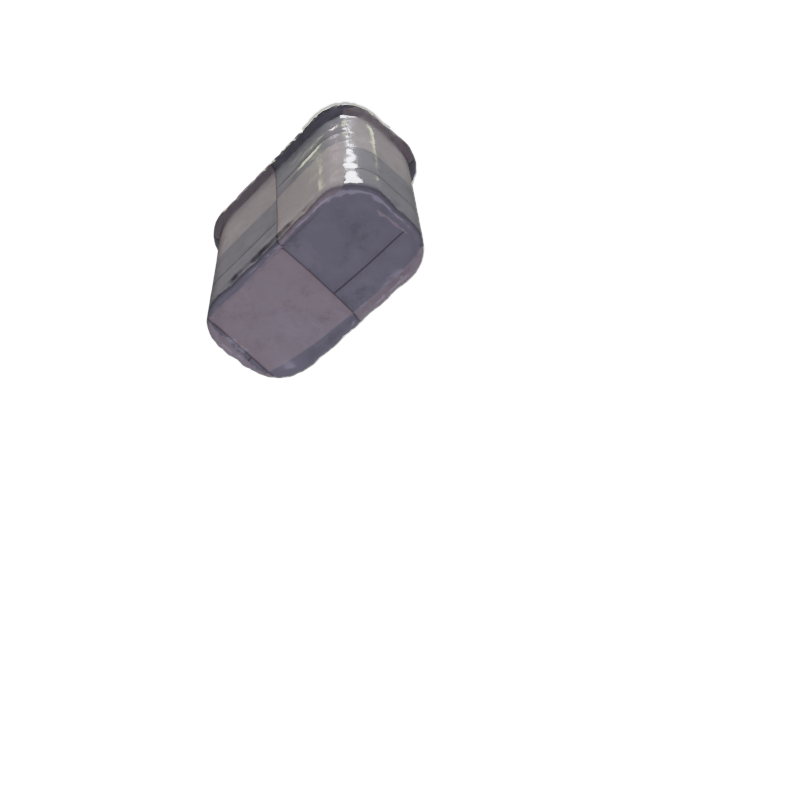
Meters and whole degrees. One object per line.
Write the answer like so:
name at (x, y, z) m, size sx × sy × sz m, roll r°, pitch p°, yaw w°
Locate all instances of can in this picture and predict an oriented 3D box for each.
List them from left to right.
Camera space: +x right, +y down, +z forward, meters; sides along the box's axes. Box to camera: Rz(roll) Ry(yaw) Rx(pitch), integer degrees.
can at (-0.038, -0.069, 0.484) m, size 0.055 × 0.101 × 0.089 m, roll 39°, pitch 22°, yaw -23°
